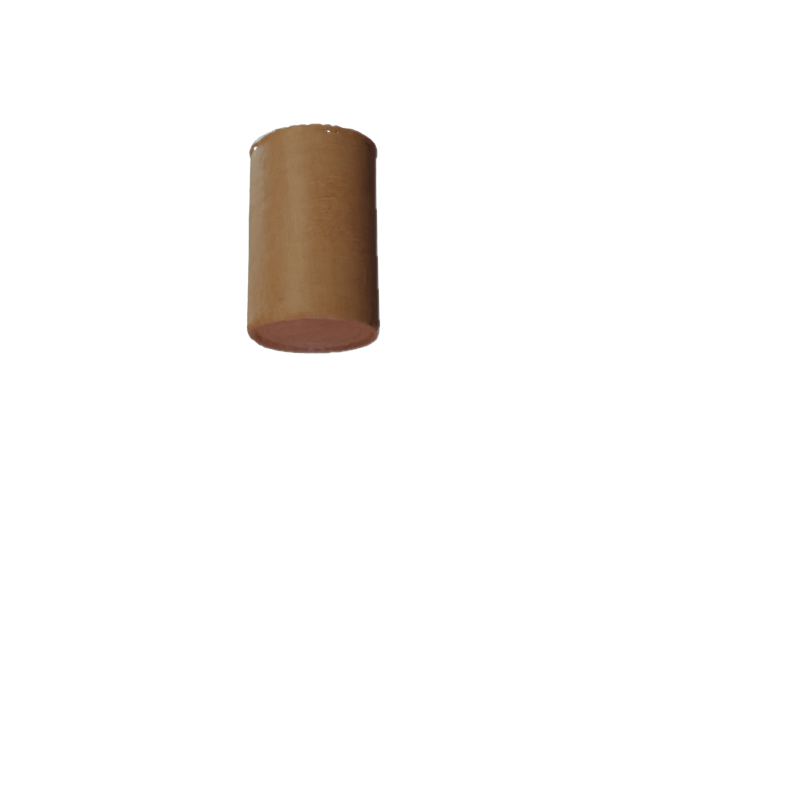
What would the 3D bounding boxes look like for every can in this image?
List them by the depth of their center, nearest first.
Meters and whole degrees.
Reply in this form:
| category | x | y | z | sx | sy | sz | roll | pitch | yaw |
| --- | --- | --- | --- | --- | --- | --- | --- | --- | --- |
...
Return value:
| category | x | y | z | sx | sy | sz | roll | pitch | yaw |
| --- | --- | --- | --- | --- | --- | --- | --- | --- | --- |
| can | -0.045 | -0.081 | 0.570 | 0.068 | 0.107 | 0.066 | 0 | -18 | -2 |
